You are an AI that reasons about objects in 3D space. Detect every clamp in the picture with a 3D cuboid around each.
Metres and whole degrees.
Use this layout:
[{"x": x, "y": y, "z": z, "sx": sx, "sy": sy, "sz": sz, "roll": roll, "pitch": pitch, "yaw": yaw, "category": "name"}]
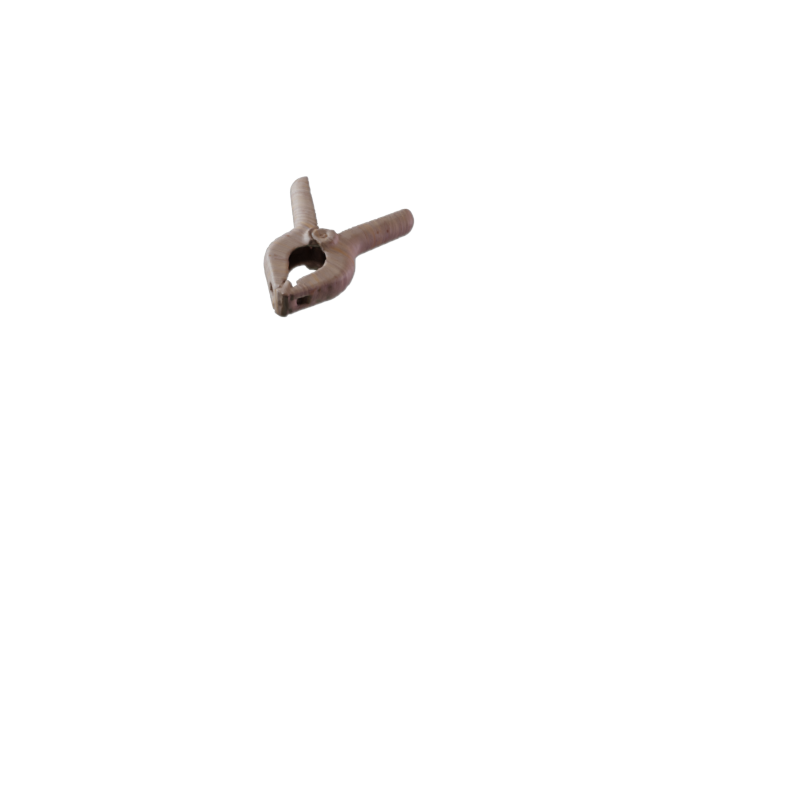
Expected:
[{"x": -0.077, "y": -0.140, "z": 0.981, "sx": 0.126, "sy": 0.037, "sz": 0.175, "roll": 21, "pitch": 44, "yaw": 23, "category": "clamp"}]
